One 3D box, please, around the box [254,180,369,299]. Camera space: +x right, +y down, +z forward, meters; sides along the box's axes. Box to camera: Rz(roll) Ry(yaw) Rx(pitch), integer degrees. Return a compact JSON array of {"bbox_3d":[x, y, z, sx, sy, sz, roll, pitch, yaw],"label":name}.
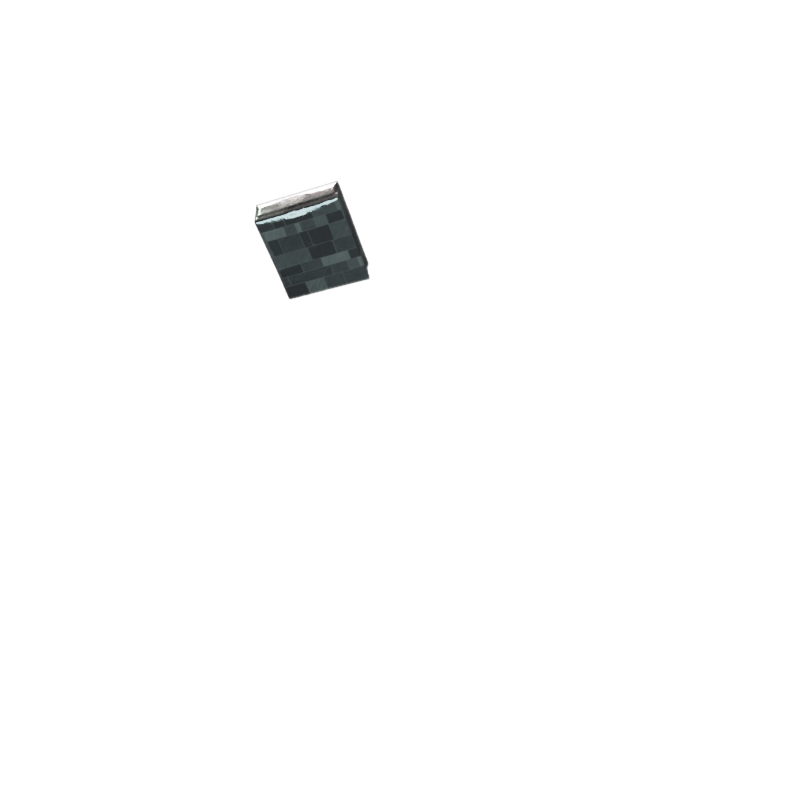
[{"bbox_3d":[-0.073,-0.133,0.933,0.073,0.083,0.032,-15,36,10],"label":"box"}]
